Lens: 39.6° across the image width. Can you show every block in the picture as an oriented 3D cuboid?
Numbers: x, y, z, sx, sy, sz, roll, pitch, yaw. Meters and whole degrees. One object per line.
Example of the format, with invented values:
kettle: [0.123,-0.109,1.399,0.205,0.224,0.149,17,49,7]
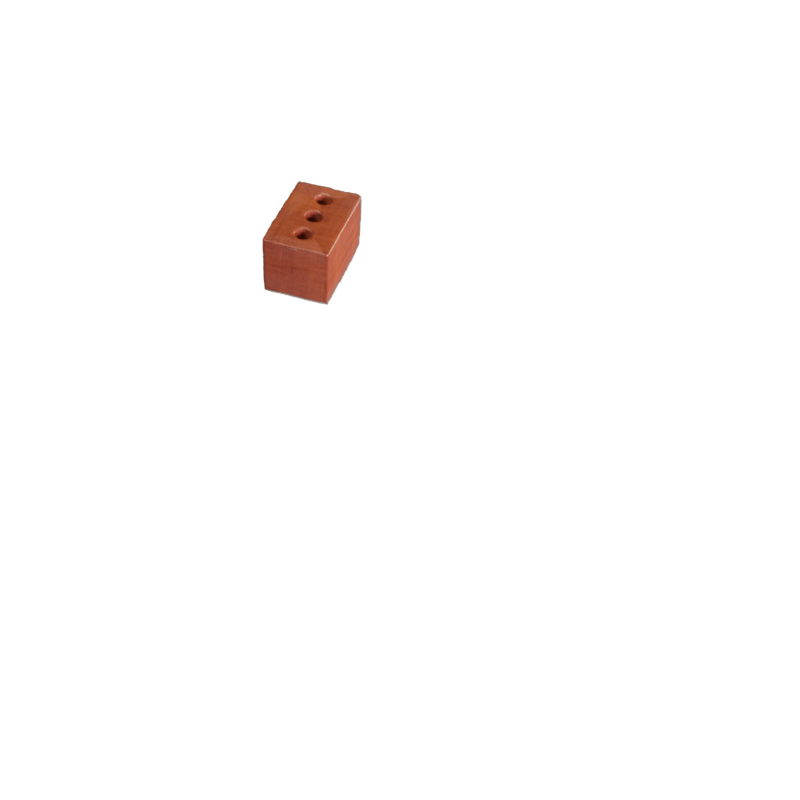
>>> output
block: [-0.065,-0.119,0.835,0.054,0.048,0.082,13,45,11]
